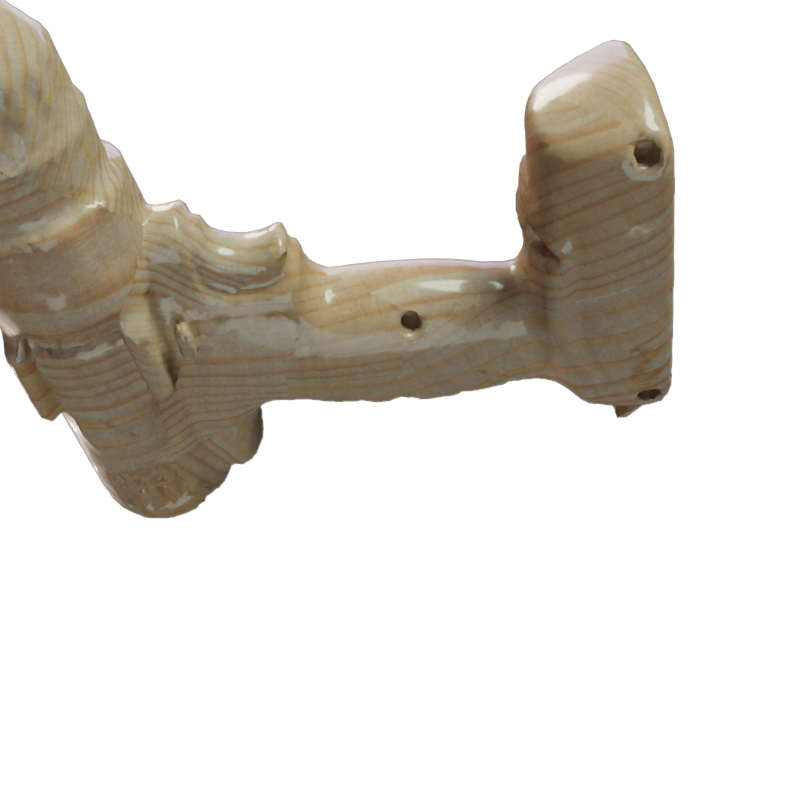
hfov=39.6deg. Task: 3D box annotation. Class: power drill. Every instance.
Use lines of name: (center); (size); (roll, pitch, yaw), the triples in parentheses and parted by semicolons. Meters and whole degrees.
power drill: (-0.024, -0.044, 0.308); (0.189, 0.062, 0.170); (-8, -44, 8)
